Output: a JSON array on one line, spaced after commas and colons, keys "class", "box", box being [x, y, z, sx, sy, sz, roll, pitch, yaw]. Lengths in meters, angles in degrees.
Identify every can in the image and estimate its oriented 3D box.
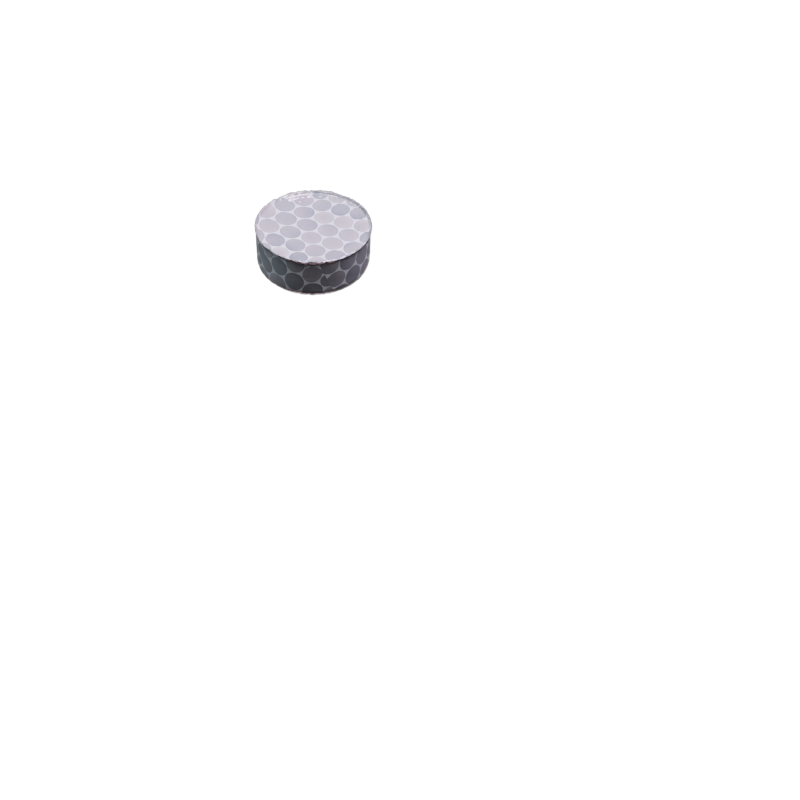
[{"class": "can", "box": [-0.064, -0.117, 0.819, 0.086, 0.031, 0.092, -1, 43, -2]}]
